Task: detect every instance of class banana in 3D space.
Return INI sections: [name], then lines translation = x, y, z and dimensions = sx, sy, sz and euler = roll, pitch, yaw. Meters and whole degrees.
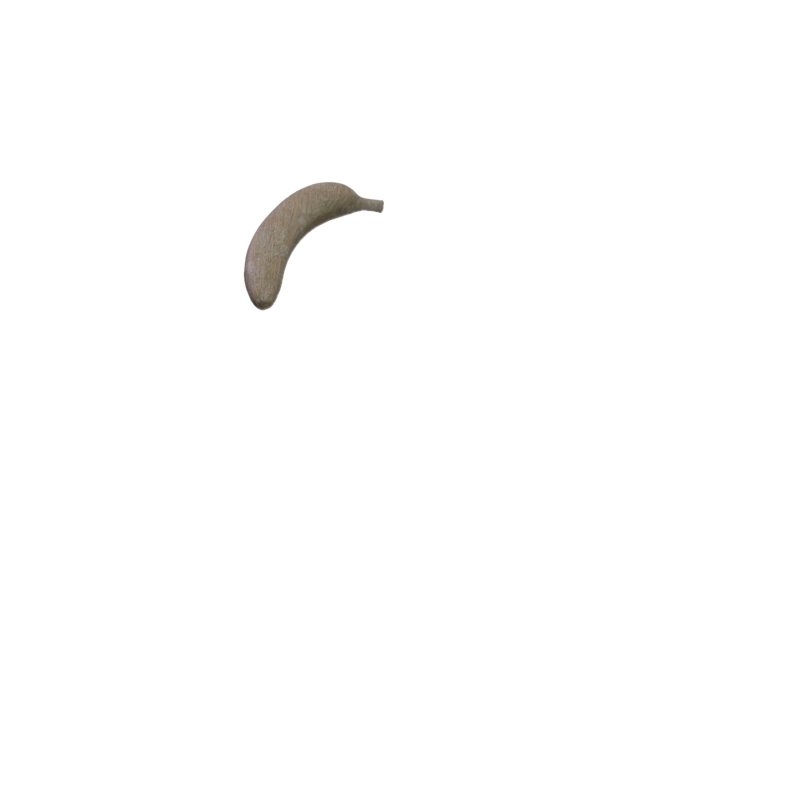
[banana]
translation = -0.090, -0.148, 0.986
dimensions = 0.073, 0.034, 0.202
euler = 21, 44, 22
